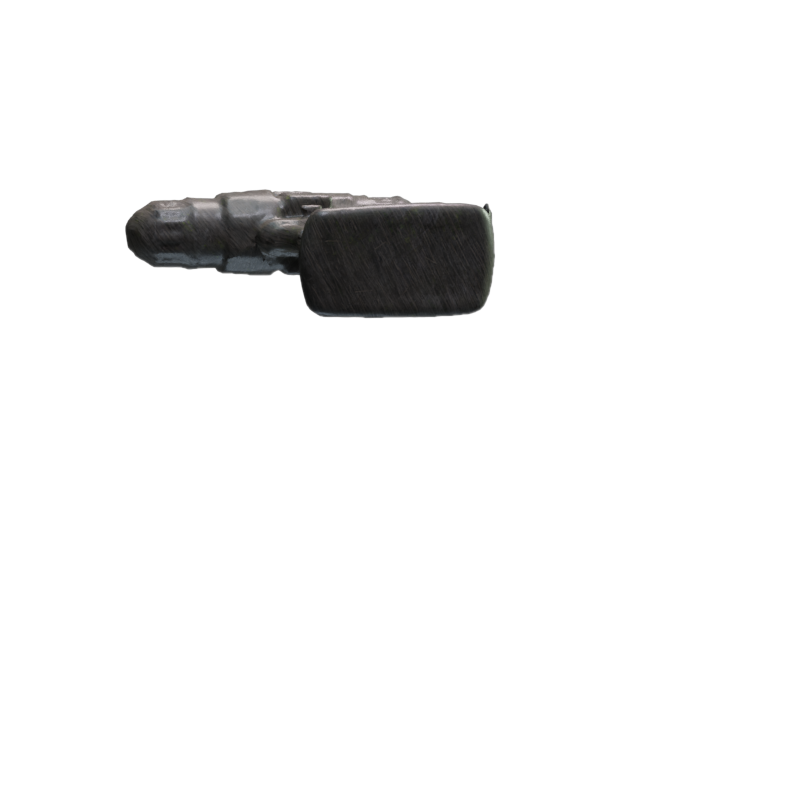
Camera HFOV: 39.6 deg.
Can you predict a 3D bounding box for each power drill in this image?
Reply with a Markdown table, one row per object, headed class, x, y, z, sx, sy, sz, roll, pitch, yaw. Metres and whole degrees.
| class | x | y | z | sx | sy | sz | roll | pitch | yaw |
| --- | --- | --- | --- | --- | --- | --- | --- | --- | --- |
| power drill | -0.048 | -0.088 | 0.616 | 0.180 | 0.056 | 0.197 | -6 | 16 | -21 |
